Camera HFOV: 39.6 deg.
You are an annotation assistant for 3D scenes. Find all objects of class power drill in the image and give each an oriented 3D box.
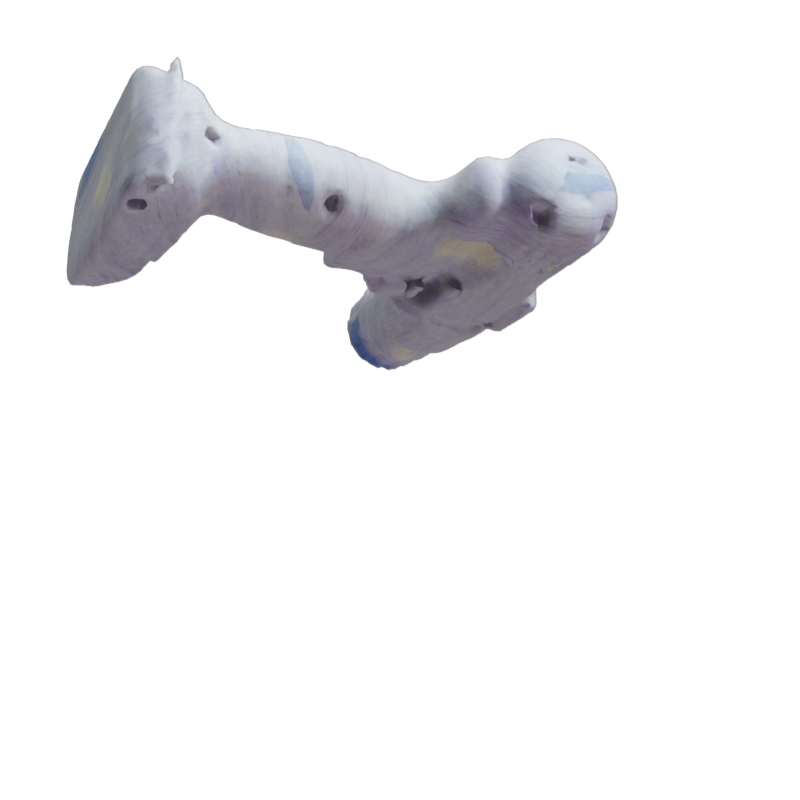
[{"bbox_3d":[-0.036,-0.065,0.454,0.181,0.060,0.181,9,-22,-22],"label":"power drill"}]
